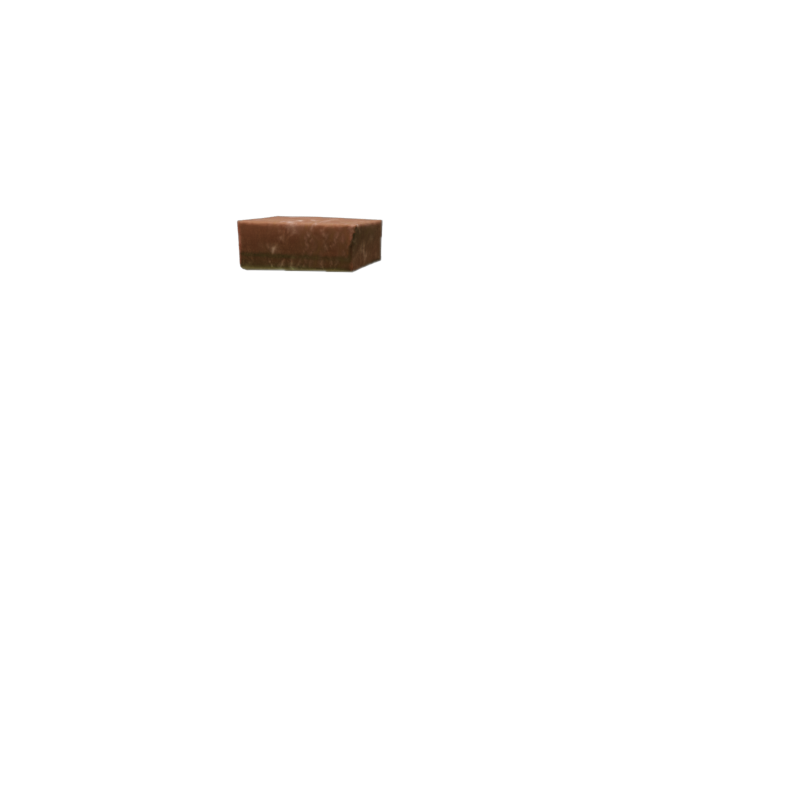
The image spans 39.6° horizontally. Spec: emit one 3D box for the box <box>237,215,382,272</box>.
[{"bbox_3d":[-0.067,-0.121,0.848,0.091,0.038,0.114,2,13,11],"label":"box"}]
